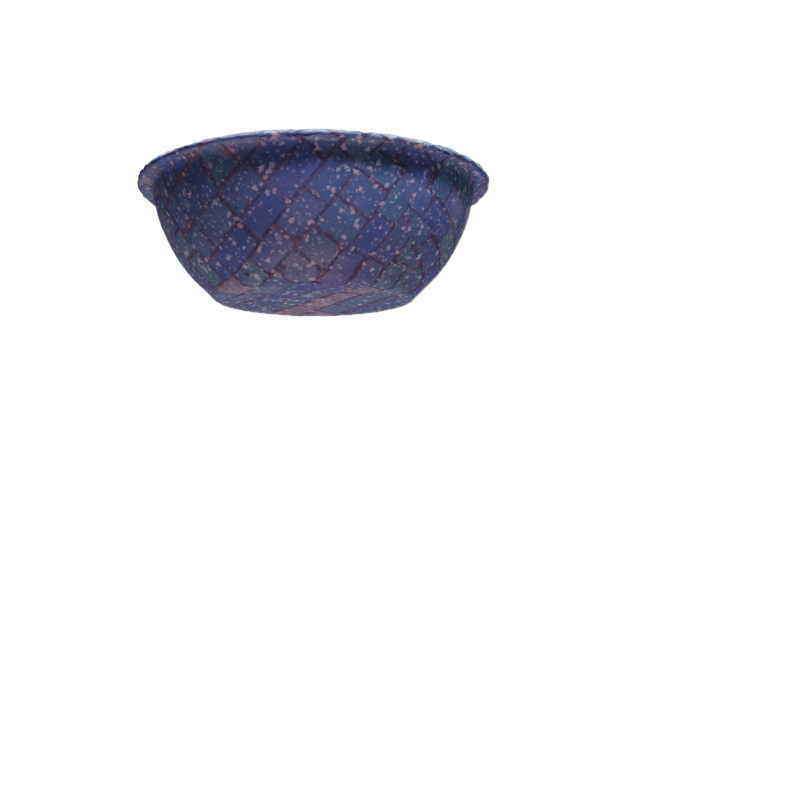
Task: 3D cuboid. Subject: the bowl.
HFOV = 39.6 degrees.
[{"bbox_3d":[-0.040,-0.073,0.508,0.162,0.056,0.159,0,-6,-2],"label":"bowl"}]
